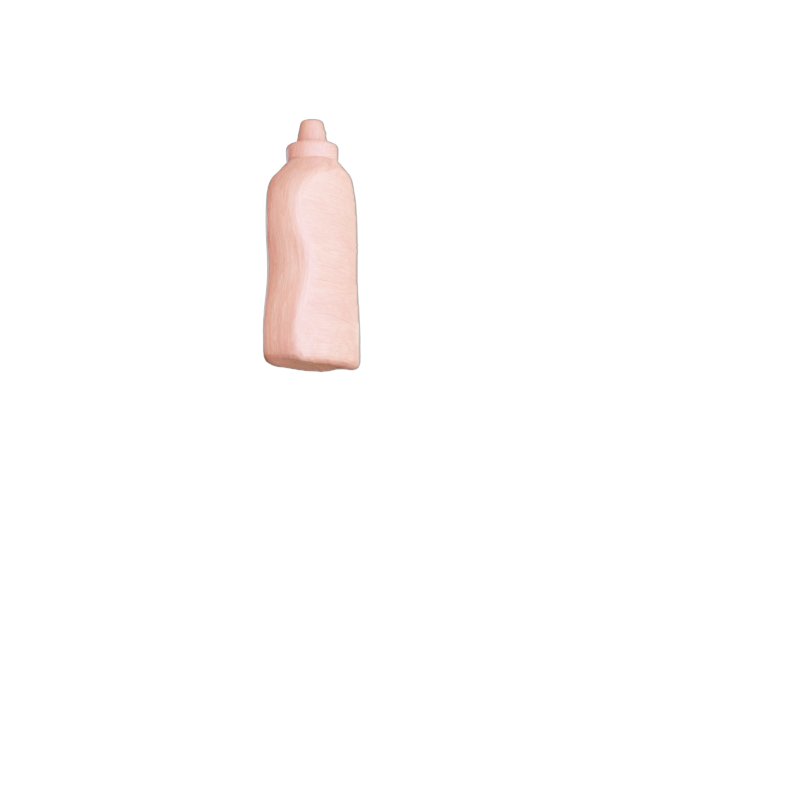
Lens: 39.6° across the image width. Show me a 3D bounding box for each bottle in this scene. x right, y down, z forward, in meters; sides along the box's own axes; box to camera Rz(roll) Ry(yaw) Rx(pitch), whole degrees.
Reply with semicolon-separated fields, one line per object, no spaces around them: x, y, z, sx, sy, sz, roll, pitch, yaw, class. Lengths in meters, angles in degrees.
-0.067;-0.121;0.845;0.060;0.197;0.091;-7;-12;29;bottle
